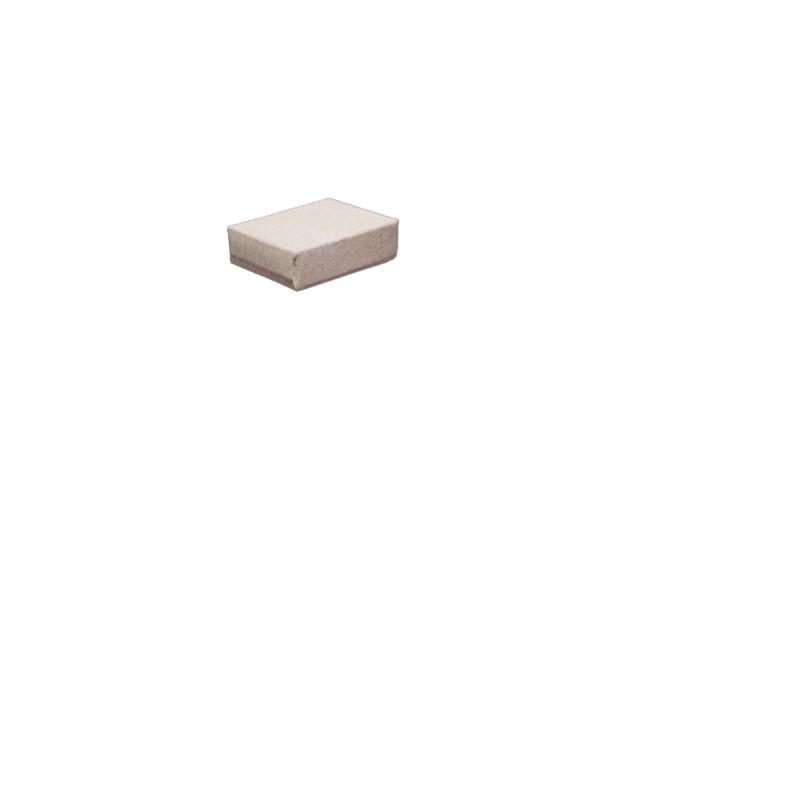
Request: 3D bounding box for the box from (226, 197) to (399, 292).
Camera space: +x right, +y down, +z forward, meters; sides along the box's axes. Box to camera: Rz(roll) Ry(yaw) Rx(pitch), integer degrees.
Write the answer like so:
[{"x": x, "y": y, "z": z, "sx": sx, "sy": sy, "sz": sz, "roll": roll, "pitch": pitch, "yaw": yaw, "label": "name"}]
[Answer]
[{"x": -0.071, "y": -0.129, "z": 0.905, "sx": 0.112, "sy": 0.037, "sz": 0.096, "roll": -21, "pitch": 32, "yaw": -37, "label": "box"}]
